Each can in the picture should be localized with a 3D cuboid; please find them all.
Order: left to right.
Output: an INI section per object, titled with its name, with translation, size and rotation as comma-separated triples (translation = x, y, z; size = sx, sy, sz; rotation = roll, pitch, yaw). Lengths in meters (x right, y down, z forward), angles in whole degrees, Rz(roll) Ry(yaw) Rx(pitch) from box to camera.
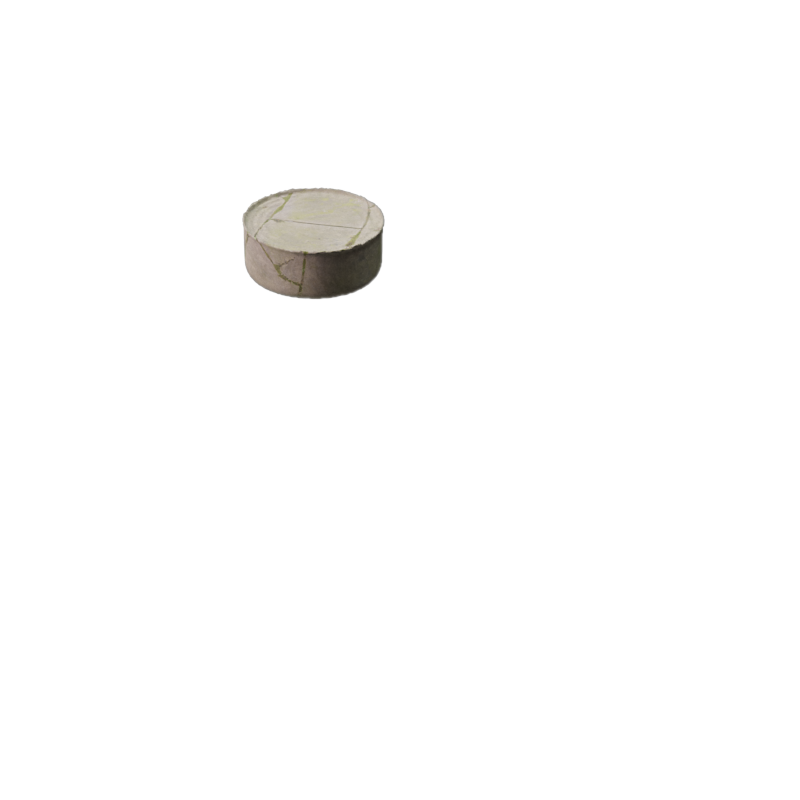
[can]
translation = -0.053, -0.096, 0.675
size = 0.086, 0.031, 0.092
rotation = -1, 34, -2
